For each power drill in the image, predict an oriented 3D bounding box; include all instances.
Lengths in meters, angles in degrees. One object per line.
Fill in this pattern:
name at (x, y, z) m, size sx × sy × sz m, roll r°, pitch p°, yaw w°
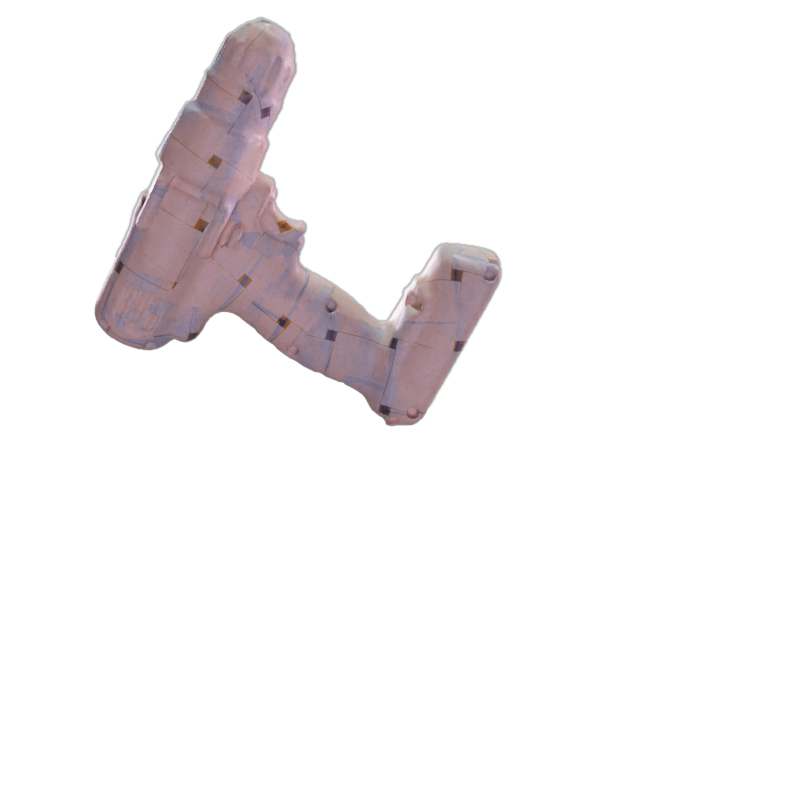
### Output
power drill at (-0.046, -0.084, 0.586) m, size 0.185 × 0.181 × 0.059 m, roll 26°, pitch 12°, yaw -7°
